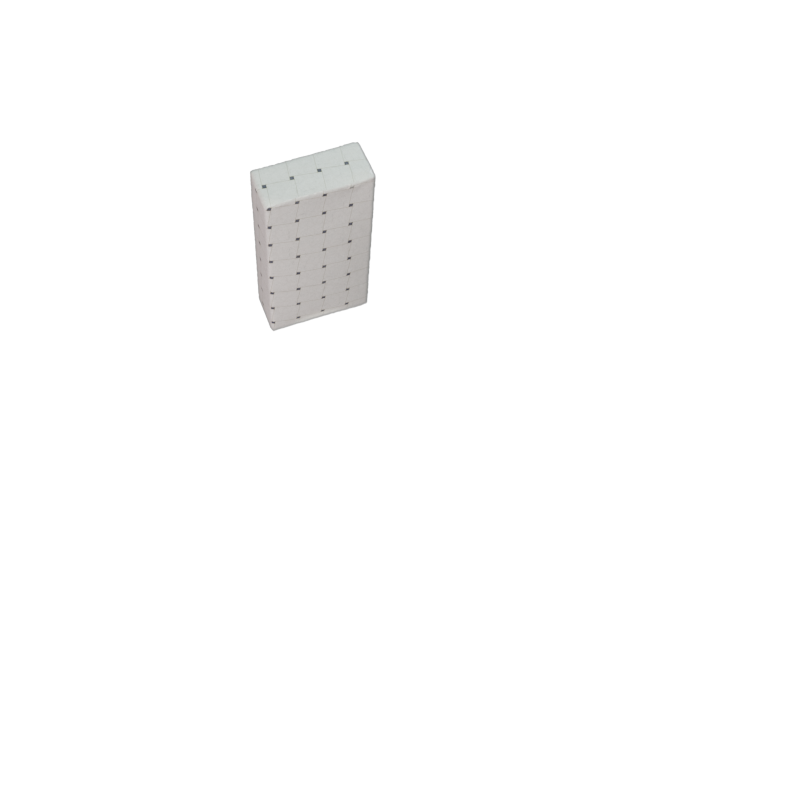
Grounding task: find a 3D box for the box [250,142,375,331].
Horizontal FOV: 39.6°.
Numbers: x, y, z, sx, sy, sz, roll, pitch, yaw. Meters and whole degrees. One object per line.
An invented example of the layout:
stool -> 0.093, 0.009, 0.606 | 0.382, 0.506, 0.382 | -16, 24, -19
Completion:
box -> -0.072, -0.131, 0.918 | 0.093, 0.051, 0.166 | -17, -26, -13
